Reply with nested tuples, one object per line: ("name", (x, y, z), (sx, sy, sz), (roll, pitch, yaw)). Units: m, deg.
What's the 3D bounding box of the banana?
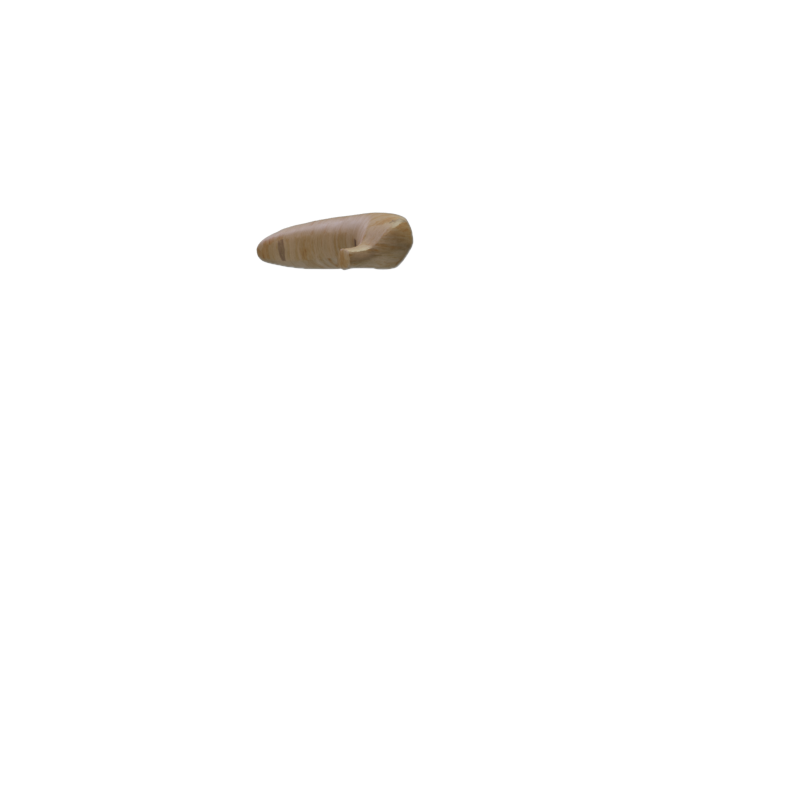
("banana", (-0.039, -0.105, 0.734), (0.068, 0.036, 0.204), (-2, 7, -21))
